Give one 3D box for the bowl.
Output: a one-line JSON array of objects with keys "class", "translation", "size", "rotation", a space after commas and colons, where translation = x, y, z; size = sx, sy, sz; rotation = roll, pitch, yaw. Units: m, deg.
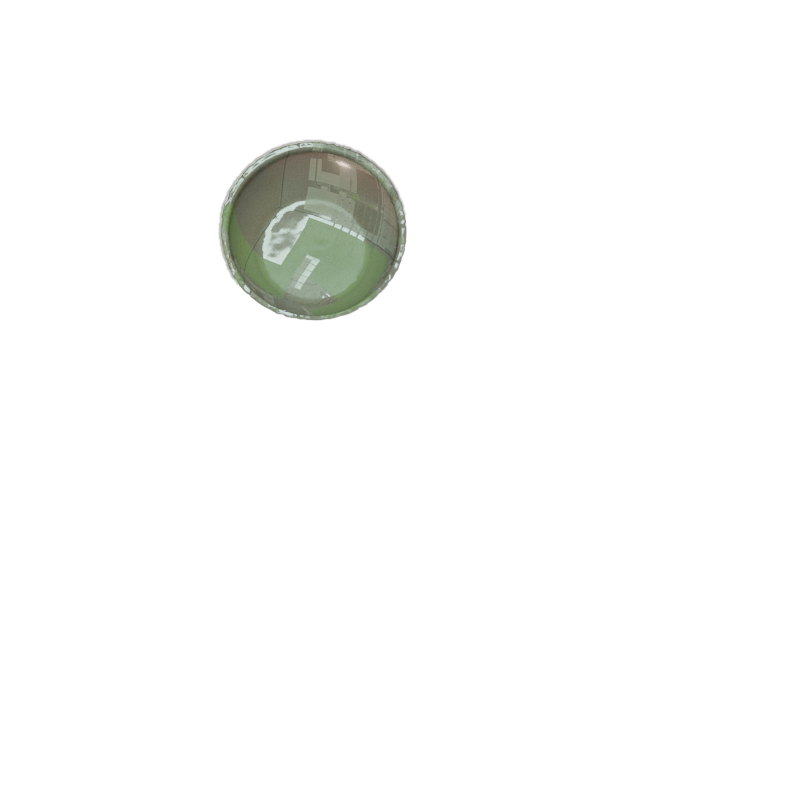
[{"class": "bowl", "translation": [-0.073, -0.133, 0.933], "size": [0.162, 0.155, 0.057], "rotation": [0, 19, -1]}]
